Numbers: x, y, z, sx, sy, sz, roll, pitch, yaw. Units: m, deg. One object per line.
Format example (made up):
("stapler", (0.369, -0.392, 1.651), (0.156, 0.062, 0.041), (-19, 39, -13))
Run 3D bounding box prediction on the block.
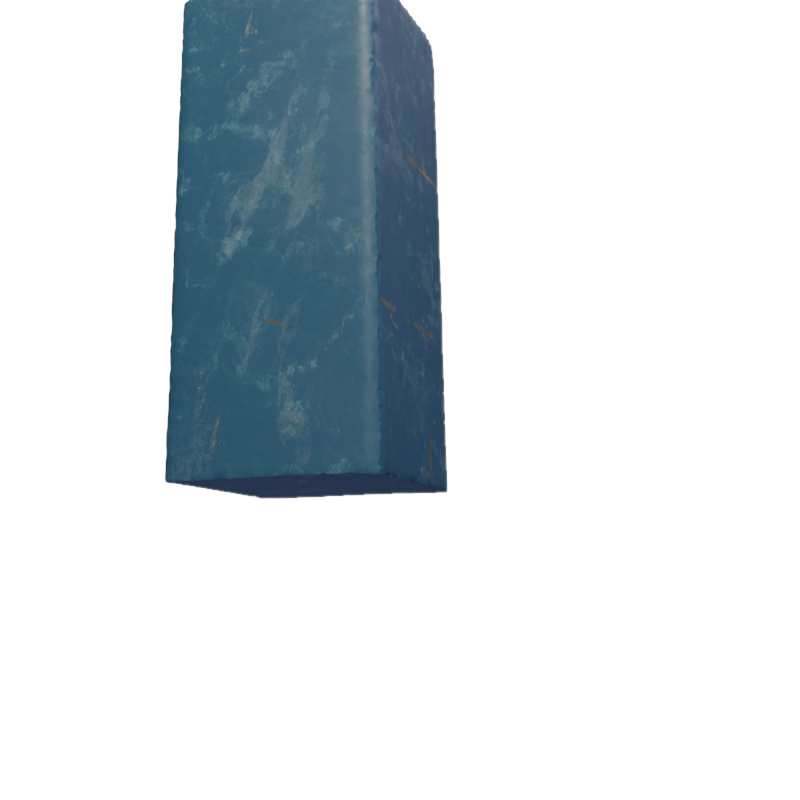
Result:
("block", (-0.037, -0.068, 0.474), (0.092, 0.214, 0.085), (-7, -17, 20))
